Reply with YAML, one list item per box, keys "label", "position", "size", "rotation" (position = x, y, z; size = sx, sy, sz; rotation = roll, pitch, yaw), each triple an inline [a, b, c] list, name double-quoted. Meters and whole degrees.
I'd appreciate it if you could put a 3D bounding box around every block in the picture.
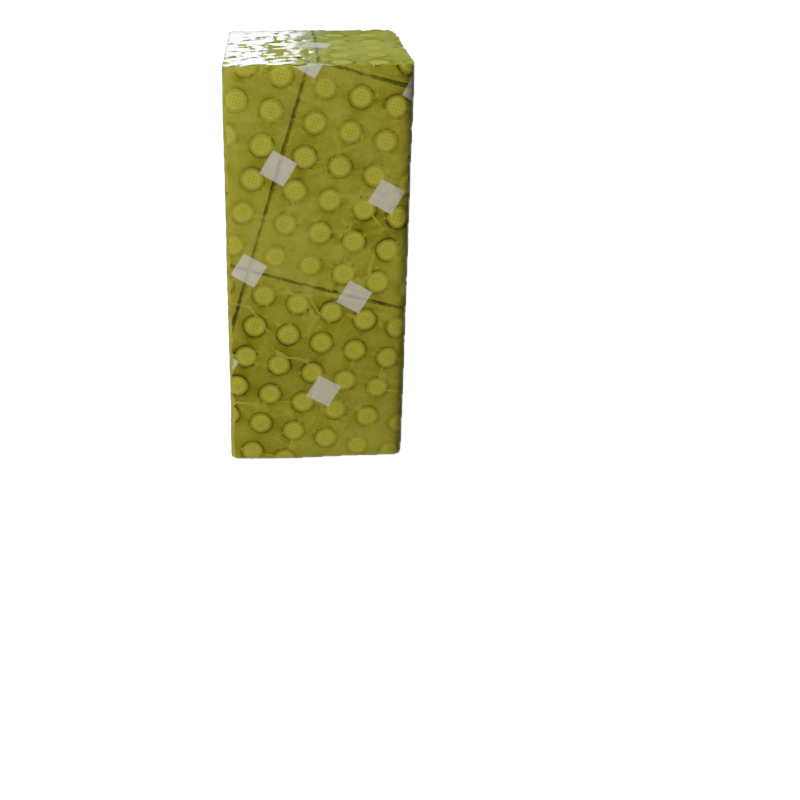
- label: "block"
  position: [-0.045, -0.083, 0.579]
  size: [0.090, 0.196, 0.096]
  rotation: [-1, 22, -5]
